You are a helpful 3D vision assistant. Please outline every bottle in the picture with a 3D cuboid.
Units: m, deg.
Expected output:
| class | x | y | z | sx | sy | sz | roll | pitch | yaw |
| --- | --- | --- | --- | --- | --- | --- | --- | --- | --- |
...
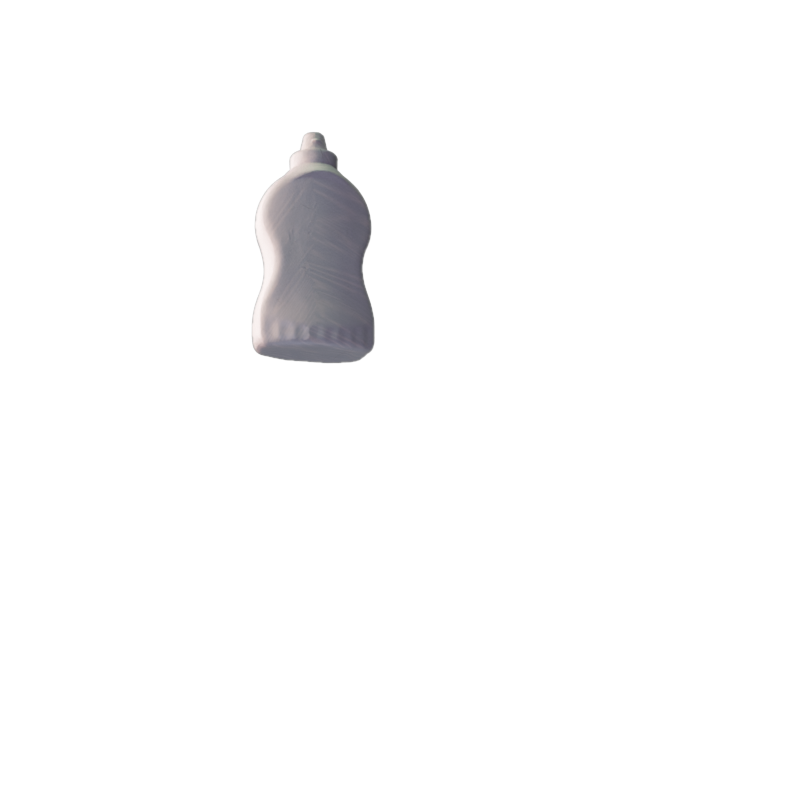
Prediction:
| class | x | y | z | sx | sy | sz | roll | pitch | yaw |
| --- | --- | --- | --- | --- | --- | --- | --- | --- | --- |
| bottle | -0.071 | -0.130 | 0.908 | 0.094 | 0.201 | 0.057 | 4 | -20 | -15 |
